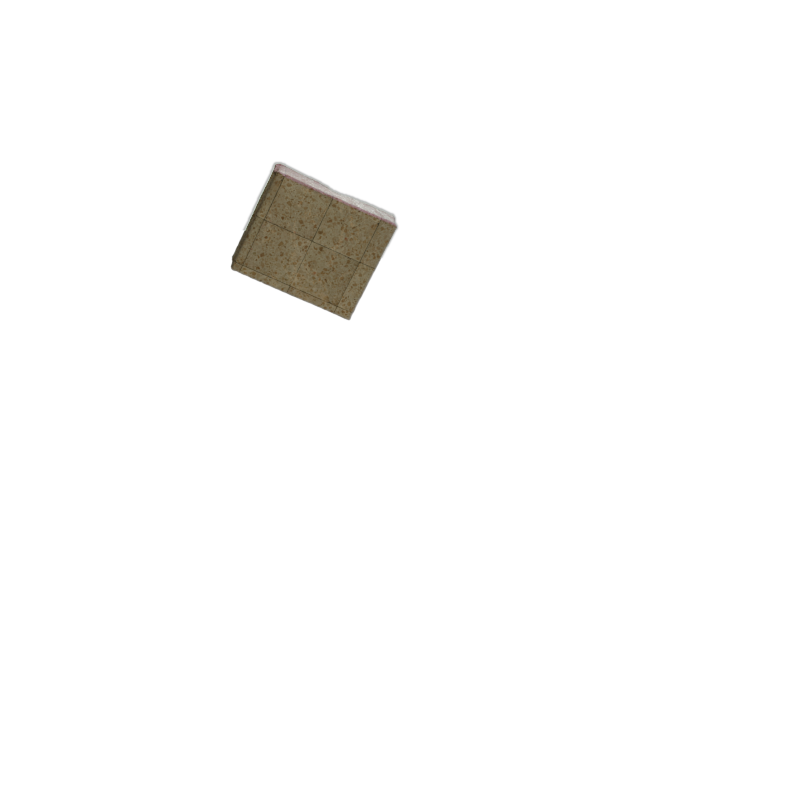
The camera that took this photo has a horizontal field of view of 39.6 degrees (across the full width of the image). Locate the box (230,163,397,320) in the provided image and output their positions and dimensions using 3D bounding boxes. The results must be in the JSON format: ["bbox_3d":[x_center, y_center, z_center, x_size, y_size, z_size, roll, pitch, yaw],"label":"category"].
[{"bbox_3d":[-0.057,-0.104,0.730,0.088,0.071,0.031,24,17,-8],"label":"box"}]
